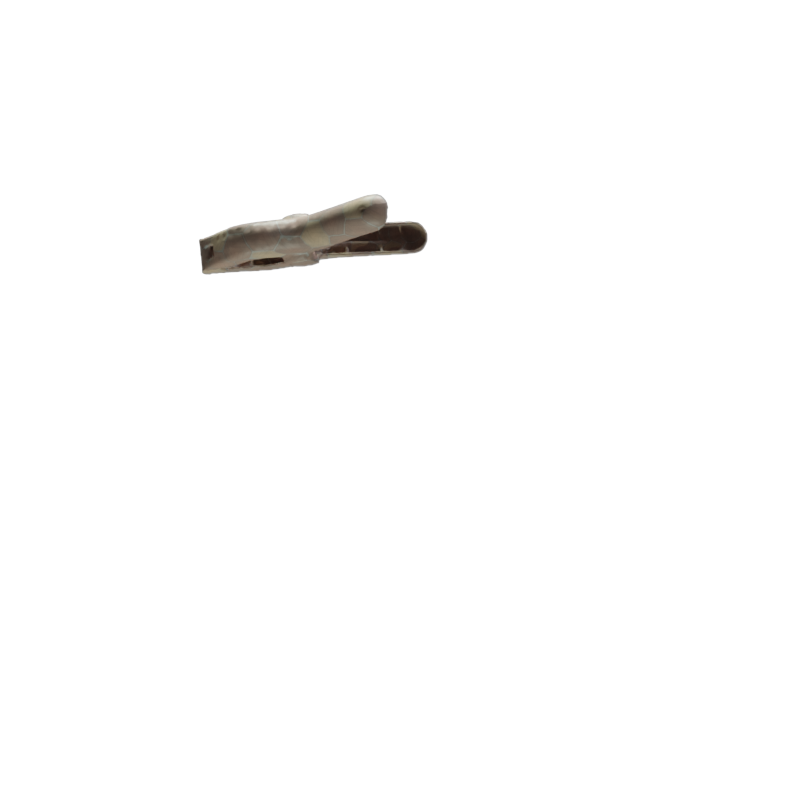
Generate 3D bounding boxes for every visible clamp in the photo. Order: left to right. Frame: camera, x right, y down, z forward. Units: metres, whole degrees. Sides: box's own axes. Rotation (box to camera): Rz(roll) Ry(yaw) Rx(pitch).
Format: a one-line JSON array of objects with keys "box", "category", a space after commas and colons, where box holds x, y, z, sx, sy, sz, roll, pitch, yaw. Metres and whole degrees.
[{"box": [-0.065, -0.119, 0.833, 0.176, 0.040, 0.114, -5, -10, 27], "category": "clamp"}]
